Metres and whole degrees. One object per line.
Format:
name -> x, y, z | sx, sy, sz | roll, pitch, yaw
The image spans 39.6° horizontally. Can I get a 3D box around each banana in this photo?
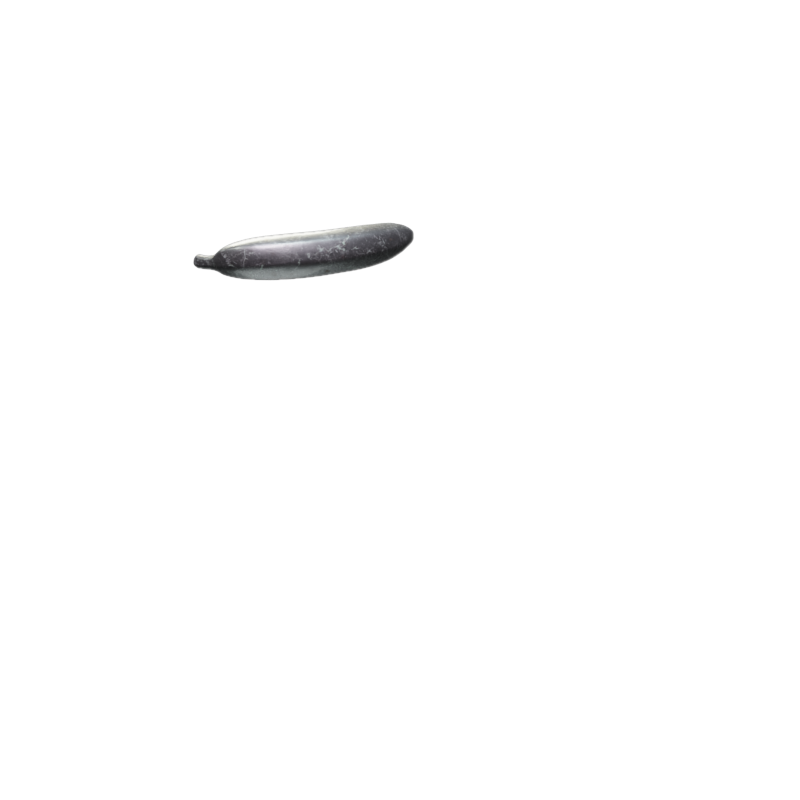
banana -> -0.072, -0.128, 0.936 | 0.194, 0.035, 0.074 | -8, 25, -16
